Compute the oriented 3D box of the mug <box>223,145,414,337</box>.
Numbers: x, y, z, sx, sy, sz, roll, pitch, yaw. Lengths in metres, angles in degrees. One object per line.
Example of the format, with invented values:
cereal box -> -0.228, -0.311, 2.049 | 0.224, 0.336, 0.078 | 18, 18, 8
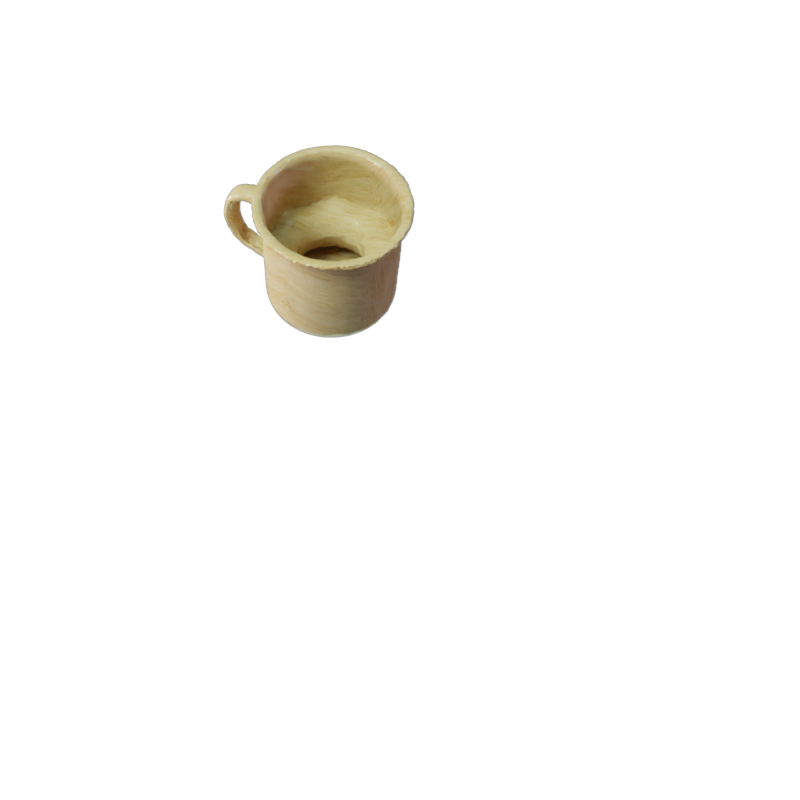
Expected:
mug -> -0.052, -0.095, 0.663 | 0.120, 0.097, 0.076 | 18, -34, 11
